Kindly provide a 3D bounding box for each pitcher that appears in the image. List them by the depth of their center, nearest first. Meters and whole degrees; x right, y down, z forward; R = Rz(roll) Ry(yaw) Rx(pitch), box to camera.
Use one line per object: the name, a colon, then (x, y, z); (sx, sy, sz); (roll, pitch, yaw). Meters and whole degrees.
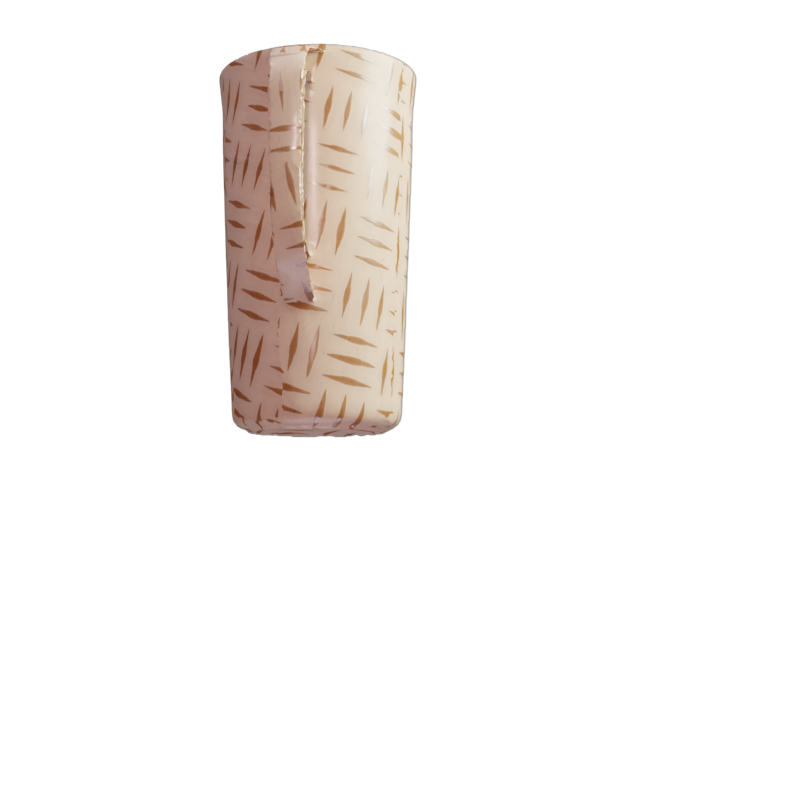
pitcher: (-0.056, -0.102, 0.716); (0.142, 0.250, 0.148); (8, -14, -37)
